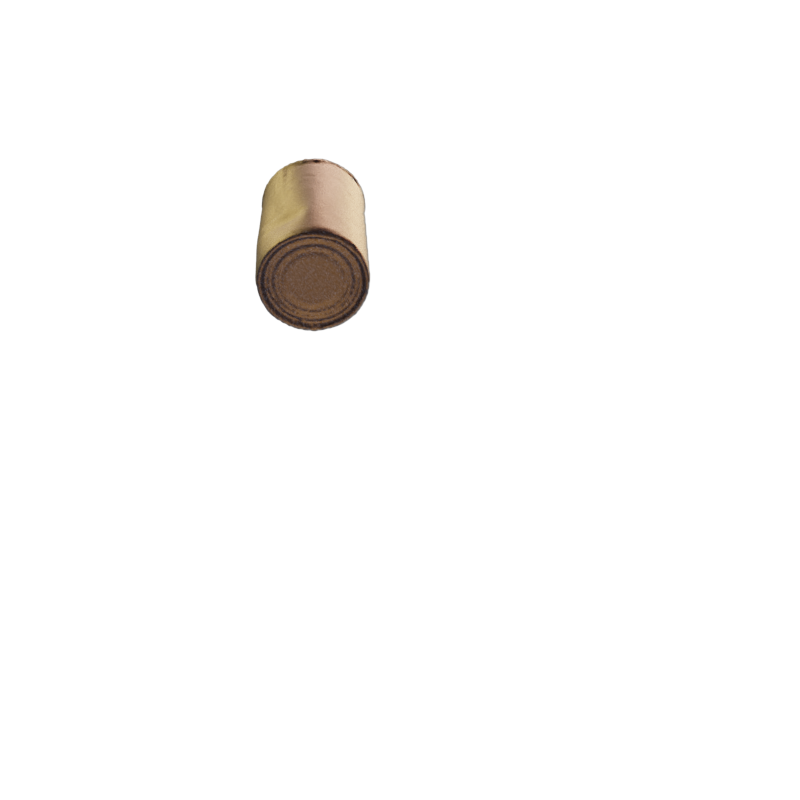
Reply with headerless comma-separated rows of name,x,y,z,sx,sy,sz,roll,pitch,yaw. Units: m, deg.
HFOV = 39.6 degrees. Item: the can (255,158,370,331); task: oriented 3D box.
can,-0.053,-0.097,0.680,0.068,0.064,0.109,-1,33,-3
